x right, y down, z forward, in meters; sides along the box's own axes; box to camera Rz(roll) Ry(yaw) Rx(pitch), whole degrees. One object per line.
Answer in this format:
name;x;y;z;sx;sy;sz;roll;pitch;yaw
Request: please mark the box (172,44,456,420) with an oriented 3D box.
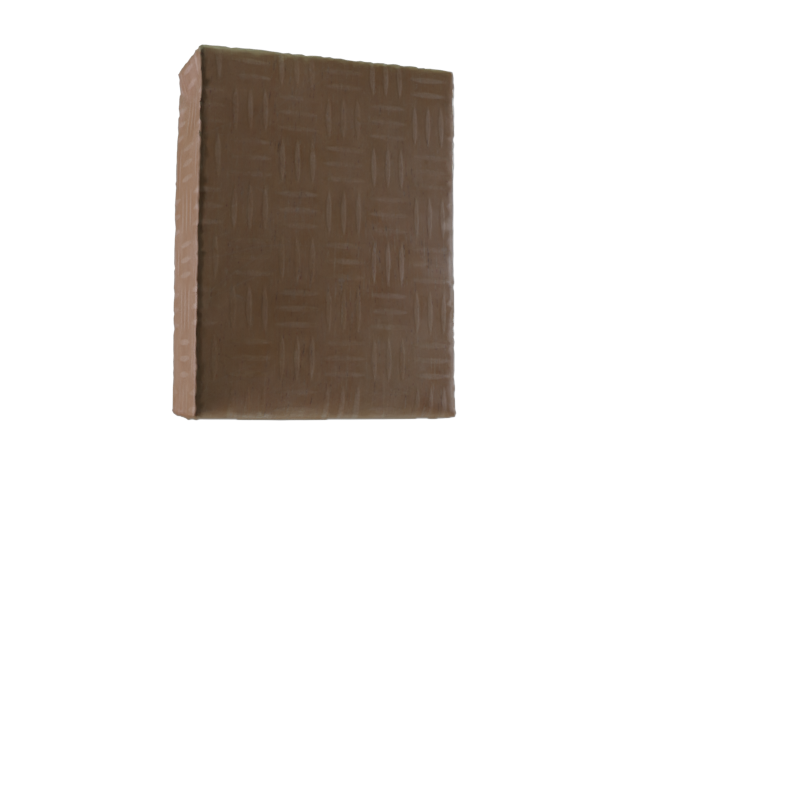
box;-0.053;-0.096;0.674;0.159;0.218;0.073;1;-7;-21
